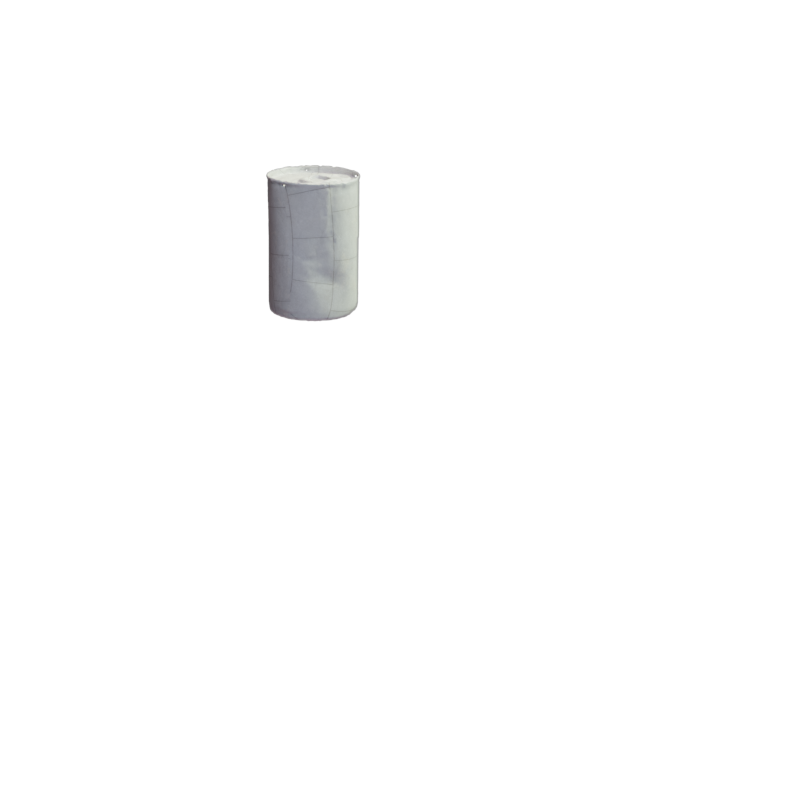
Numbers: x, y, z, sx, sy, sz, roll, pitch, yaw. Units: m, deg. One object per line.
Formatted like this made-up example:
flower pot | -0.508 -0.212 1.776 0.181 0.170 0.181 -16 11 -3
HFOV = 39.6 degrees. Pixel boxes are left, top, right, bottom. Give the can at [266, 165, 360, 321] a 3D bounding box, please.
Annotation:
can | -0.064 -0.116 0.814 0.068 0.098 0.071 0 18 -2
